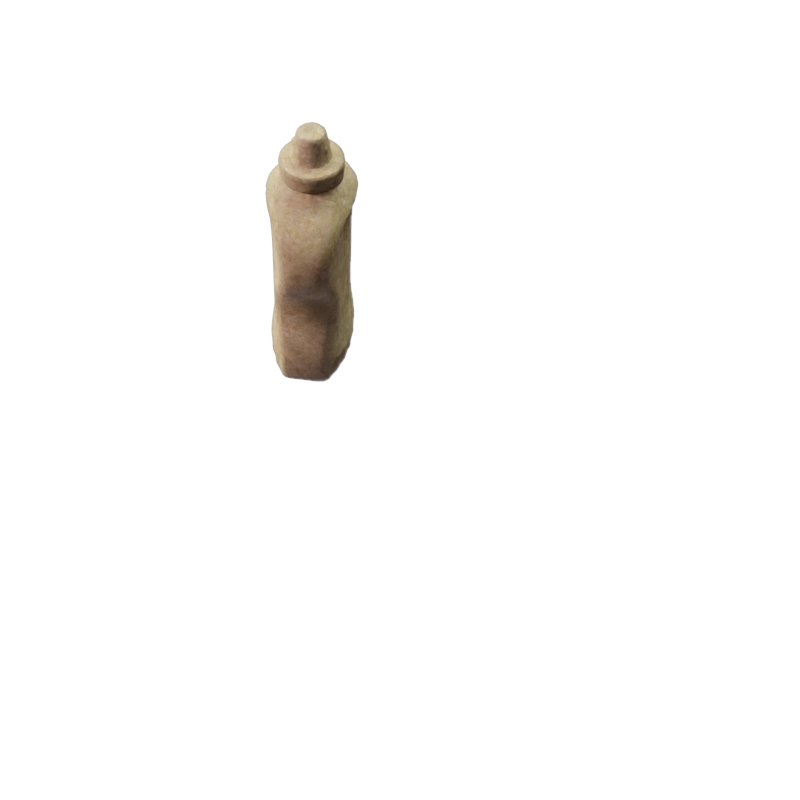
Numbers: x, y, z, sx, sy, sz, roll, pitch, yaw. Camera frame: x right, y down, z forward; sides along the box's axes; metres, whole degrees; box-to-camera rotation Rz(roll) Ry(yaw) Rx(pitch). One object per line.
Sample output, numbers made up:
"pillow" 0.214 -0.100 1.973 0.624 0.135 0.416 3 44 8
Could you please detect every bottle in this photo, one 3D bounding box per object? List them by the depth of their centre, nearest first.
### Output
"bottle" -0.058 -0.104 0.730 0.059 0.102 0.179 7 -39 2
